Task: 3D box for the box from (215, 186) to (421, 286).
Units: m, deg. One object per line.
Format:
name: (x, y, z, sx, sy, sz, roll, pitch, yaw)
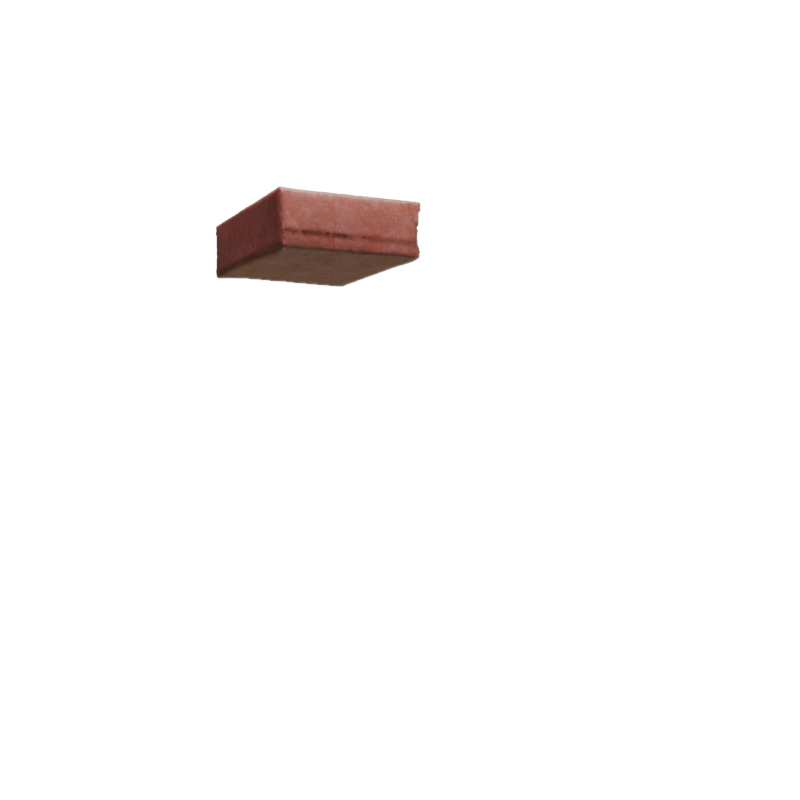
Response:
box: (-0.053, -0.096, 0.671, 0.087, 0.039, 0.115, 1, -3, -26)
